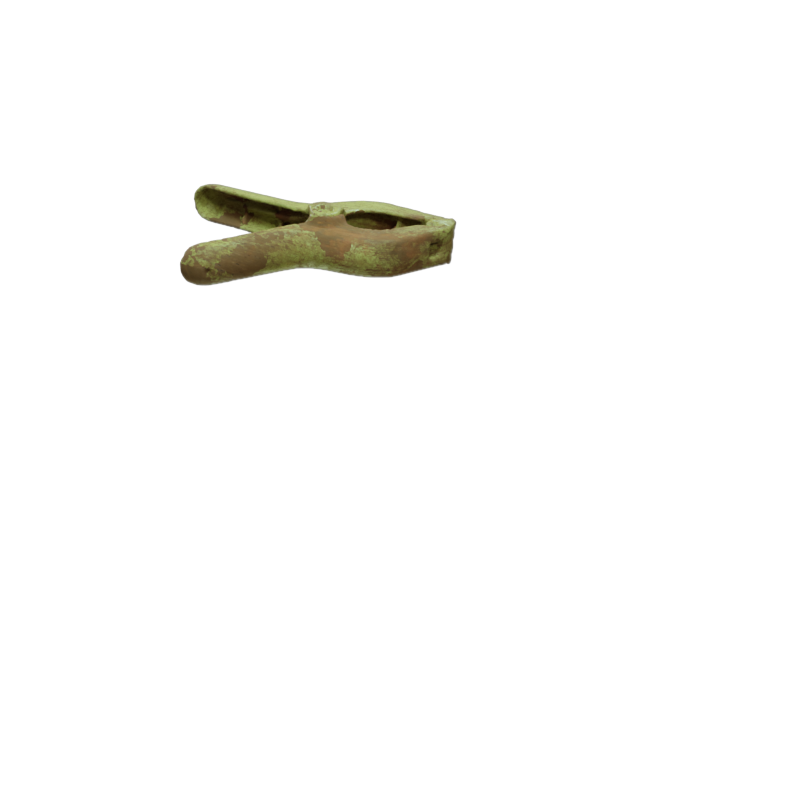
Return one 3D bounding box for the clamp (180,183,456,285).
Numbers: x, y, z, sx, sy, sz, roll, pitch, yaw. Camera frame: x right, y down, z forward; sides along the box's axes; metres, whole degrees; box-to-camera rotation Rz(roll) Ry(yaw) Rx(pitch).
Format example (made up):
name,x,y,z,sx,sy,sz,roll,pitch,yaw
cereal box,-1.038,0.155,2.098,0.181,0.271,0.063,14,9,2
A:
name,x,y,z,sx,sy,sz,roll,pitch,yaw
clamp,-0.053,-0.096,0.676,0.173,0.037,0.127,4,34,5
